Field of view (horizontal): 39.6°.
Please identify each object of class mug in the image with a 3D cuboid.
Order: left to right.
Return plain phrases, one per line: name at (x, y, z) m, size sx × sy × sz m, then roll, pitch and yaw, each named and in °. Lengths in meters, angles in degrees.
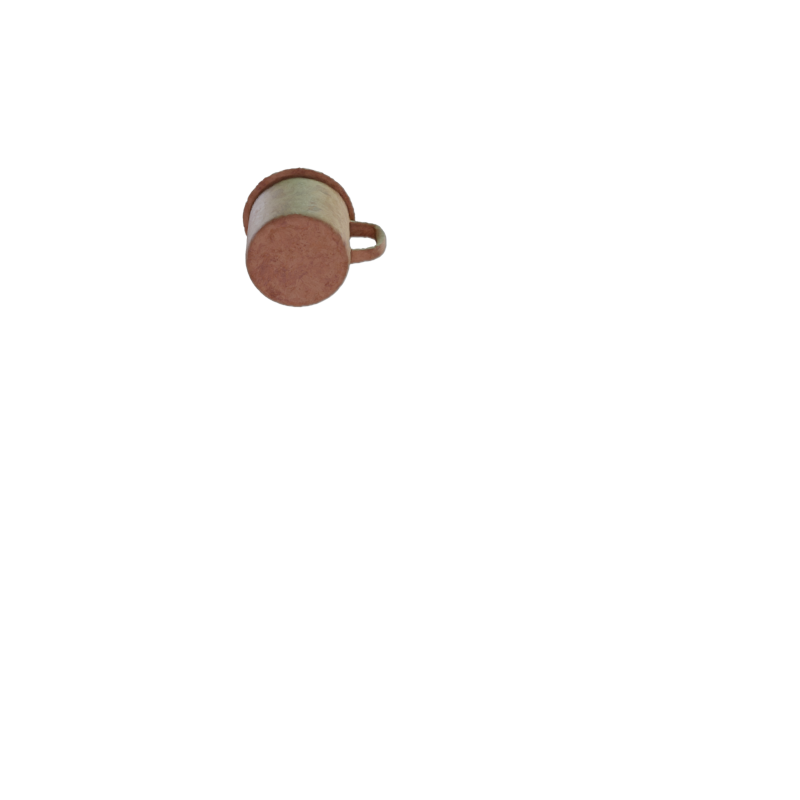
mug at (-0.069, -0.126, 0.883) m, size 0.116 × 0.088 × 0.087 m, roll 4°, pitch 30°, yaw -4°
